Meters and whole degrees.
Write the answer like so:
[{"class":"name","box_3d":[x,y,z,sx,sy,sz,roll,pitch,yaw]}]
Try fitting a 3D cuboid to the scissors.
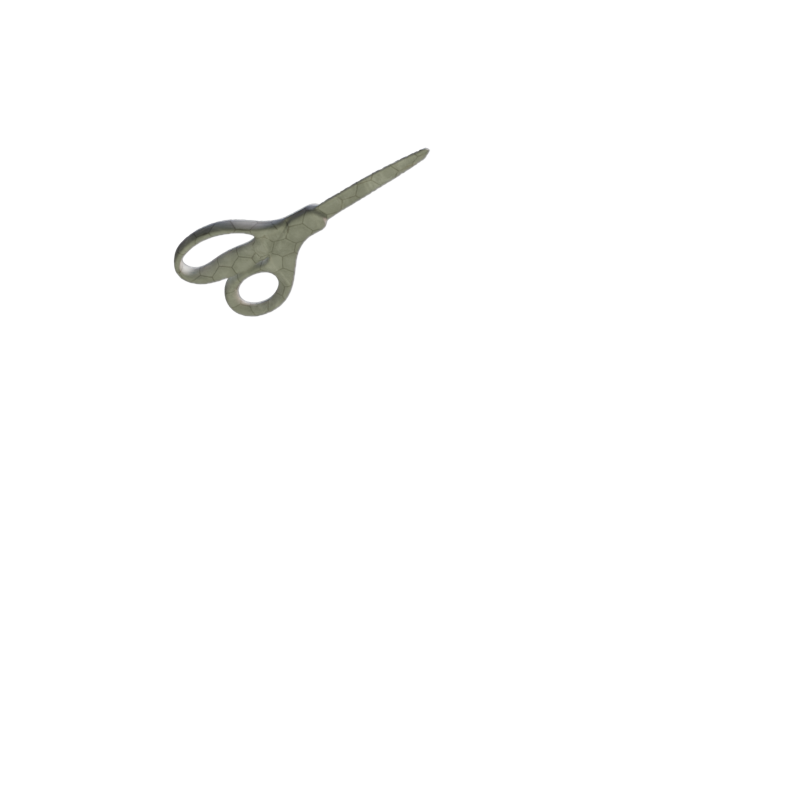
[{"class":"scissors","box_3d":[-0.061,-0.111,0.781,0.203,0.017,0.089,-15,-47,14]}]
